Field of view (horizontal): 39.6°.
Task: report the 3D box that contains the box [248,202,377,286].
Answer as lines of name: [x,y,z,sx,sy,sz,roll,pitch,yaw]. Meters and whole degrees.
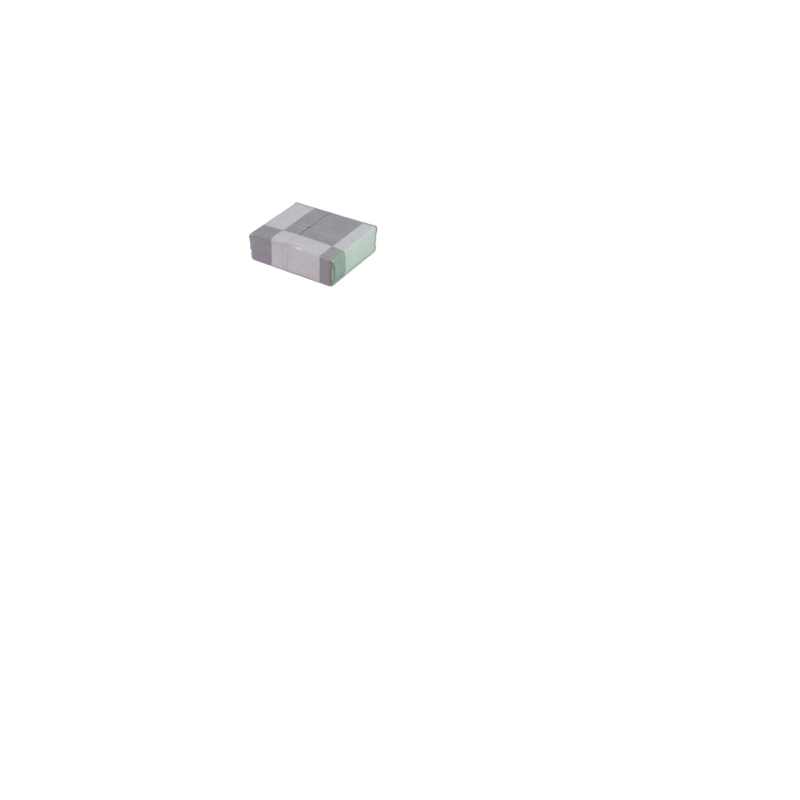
box: [-0.077,-0.140,0.977,0.094,0.028,0.074,20,40,26]
